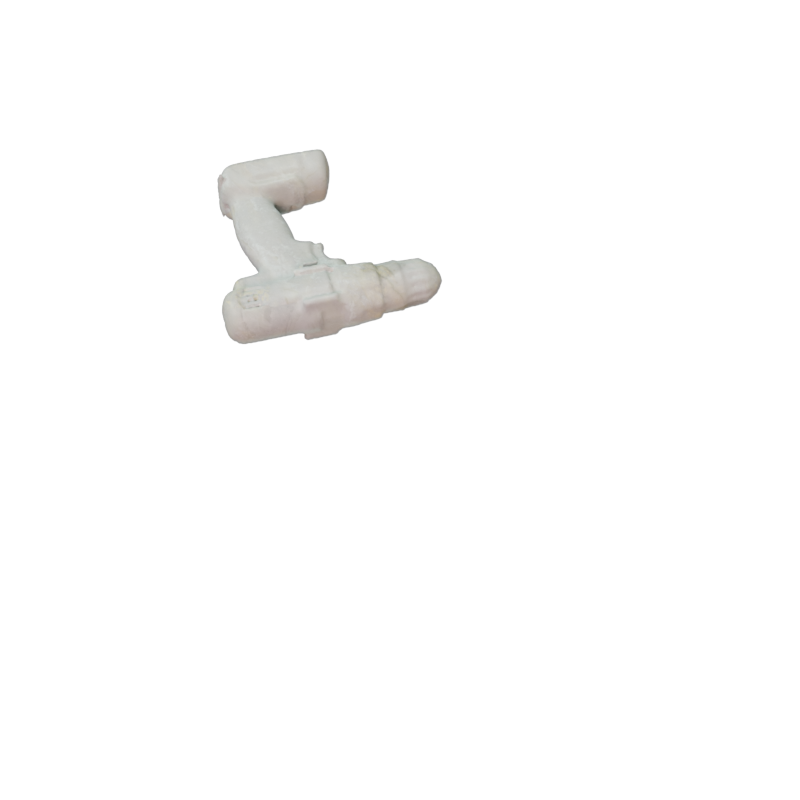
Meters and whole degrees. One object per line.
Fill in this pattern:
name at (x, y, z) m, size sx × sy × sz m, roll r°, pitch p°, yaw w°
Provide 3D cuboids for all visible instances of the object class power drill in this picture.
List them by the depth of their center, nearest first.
power drill at (-0.075, -0.138, 0.964) m, size 0.183 × 0.203 × 0.053 m, roll -12°, pitch -41°, yaw -11°
